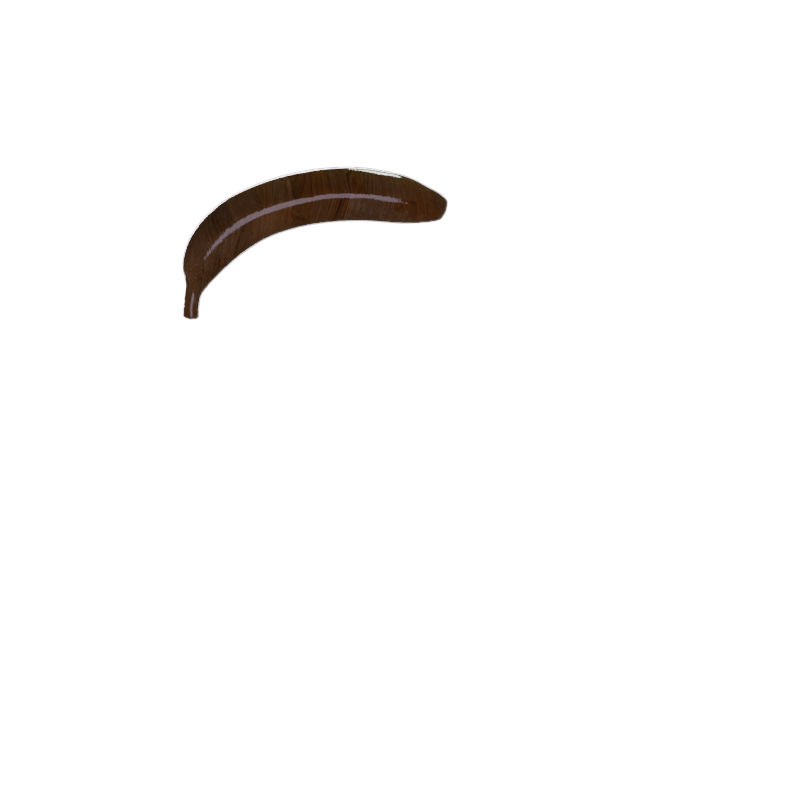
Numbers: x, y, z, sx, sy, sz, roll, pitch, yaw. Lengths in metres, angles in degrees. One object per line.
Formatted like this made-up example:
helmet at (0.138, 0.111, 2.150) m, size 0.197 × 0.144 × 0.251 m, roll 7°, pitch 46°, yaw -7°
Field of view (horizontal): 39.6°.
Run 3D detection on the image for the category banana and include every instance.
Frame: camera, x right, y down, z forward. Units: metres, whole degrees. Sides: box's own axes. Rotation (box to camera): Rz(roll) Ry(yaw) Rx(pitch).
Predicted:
banana at (-0.070, -0.122, 0.755) m, size 0.198 × 0.066 × 0.039 m, roll -20°, pitch 25°, yaw 9°
